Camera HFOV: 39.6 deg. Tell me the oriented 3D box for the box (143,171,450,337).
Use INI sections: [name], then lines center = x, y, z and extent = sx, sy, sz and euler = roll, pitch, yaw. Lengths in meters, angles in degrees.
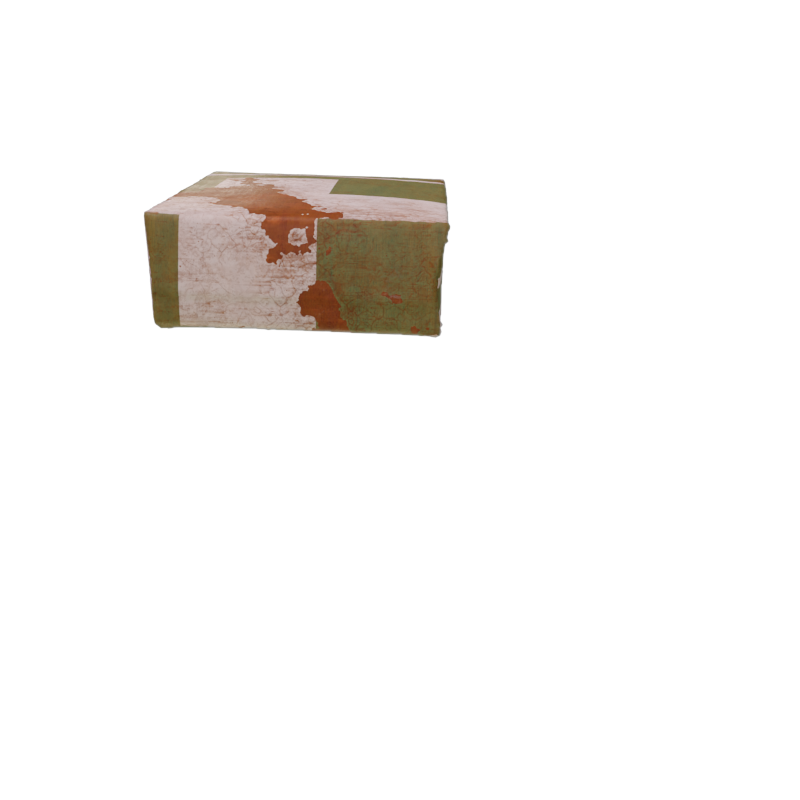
[box]
center = -0.029, -0.053, 0.373
extent = 0.090, 0.037, 0.117
euler = 1, 19, 3
